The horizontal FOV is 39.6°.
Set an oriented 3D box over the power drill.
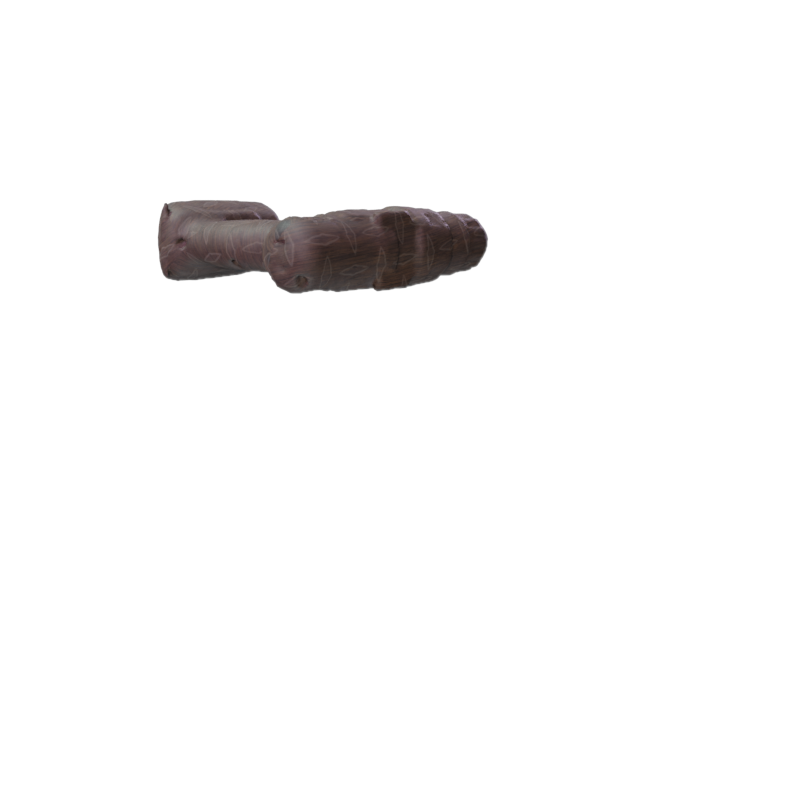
[{"bbox_3d":[-0.059,-0.107,0.751,0.196,0.057,0.178,9,12,43],"label":"power drill"}]
